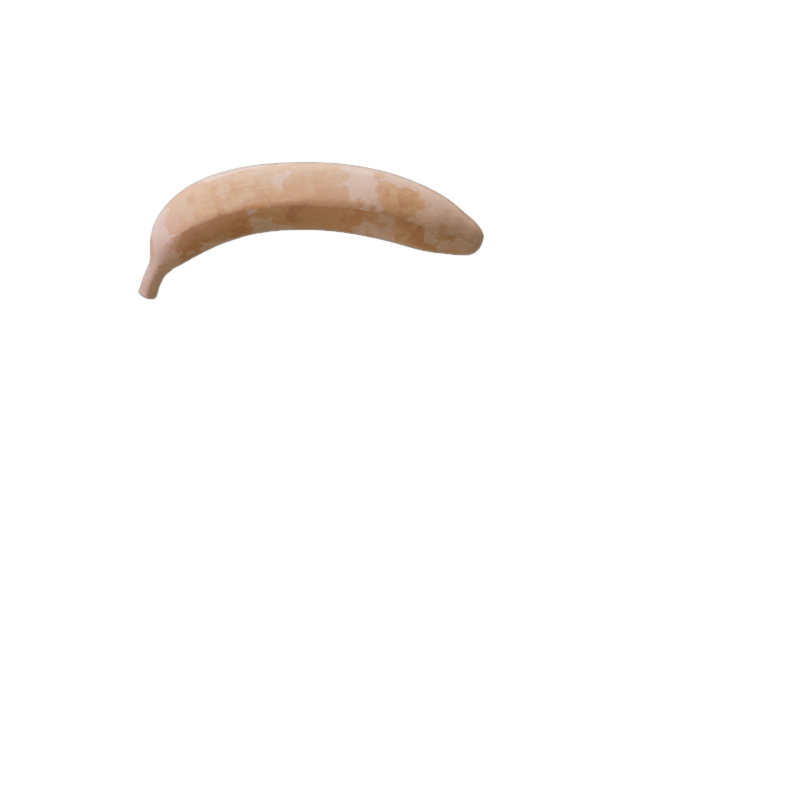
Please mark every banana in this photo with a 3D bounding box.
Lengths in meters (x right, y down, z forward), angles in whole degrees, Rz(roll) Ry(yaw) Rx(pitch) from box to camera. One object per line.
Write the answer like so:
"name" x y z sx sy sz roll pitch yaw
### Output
"banana" -0.055 -0.101 0.615 0.199 0.064 0.039 -6 44 5
